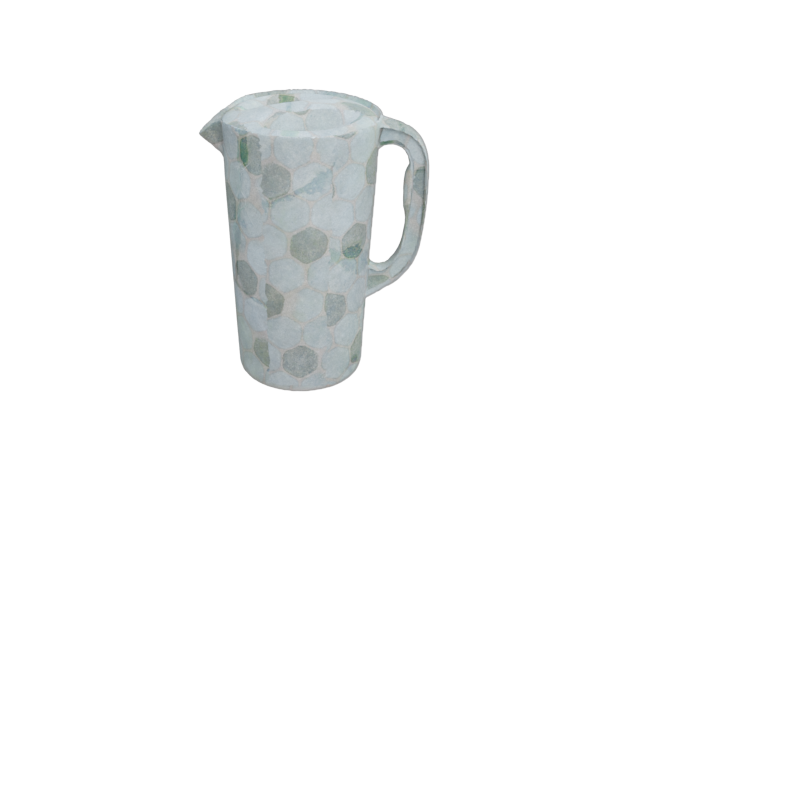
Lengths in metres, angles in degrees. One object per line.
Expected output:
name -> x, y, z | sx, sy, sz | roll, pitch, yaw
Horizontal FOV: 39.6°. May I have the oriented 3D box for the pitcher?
pitcher -> -0.074, -0.134, 0.941 | 0.143, 0.230, 0.159 | -22, 35, -39
